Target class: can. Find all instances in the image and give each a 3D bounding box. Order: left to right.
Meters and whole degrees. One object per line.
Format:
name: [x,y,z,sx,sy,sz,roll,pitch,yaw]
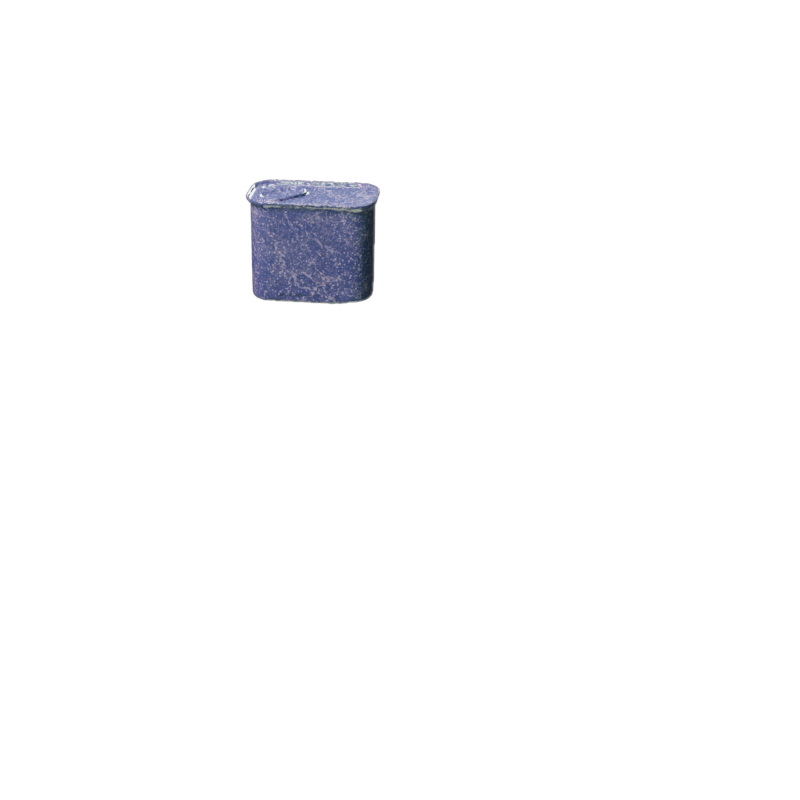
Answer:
can: [-0.068,-0.124,0.872,0.103,0.080,0.060,4,24,6]
